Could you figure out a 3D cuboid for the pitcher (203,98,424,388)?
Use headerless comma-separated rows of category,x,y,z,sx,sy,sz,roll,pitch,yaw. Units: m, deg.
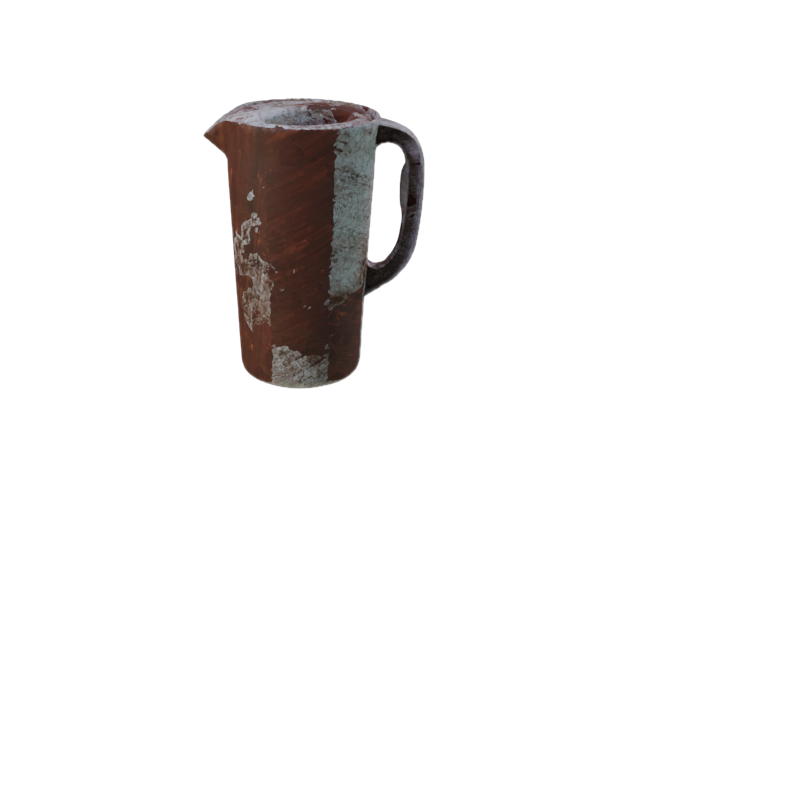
pitcher,-0.076,-0.139,0.973,0.158,0.232,0.143,20,28,40
